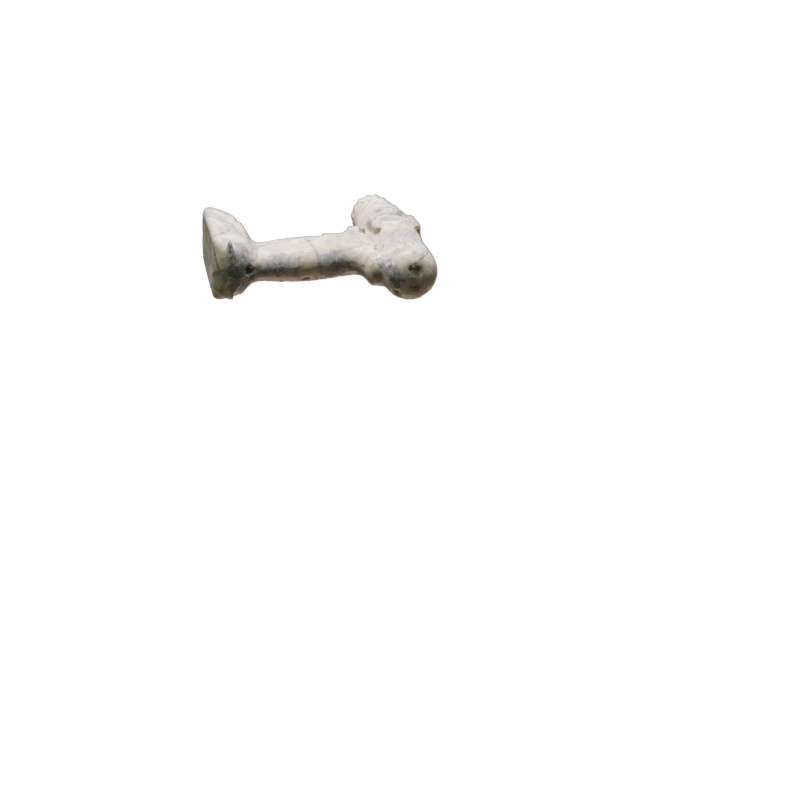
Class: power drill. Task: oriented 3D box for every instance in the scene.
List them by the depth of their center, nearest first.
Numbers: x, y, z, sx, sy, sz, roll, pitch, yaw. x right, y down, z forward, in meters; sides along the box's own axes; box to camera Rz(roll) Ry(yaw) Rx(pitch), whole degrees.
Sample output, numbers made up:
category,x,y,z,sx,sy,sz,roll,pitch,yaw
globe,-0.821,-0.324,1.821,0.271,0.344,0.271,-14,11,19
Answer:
category,x,y,z,sx,sy,sz,roll,pitch,yaw
power drill,-0.075,-0.137,0.958,0.185,0.055,0.196,-5,25,-11
